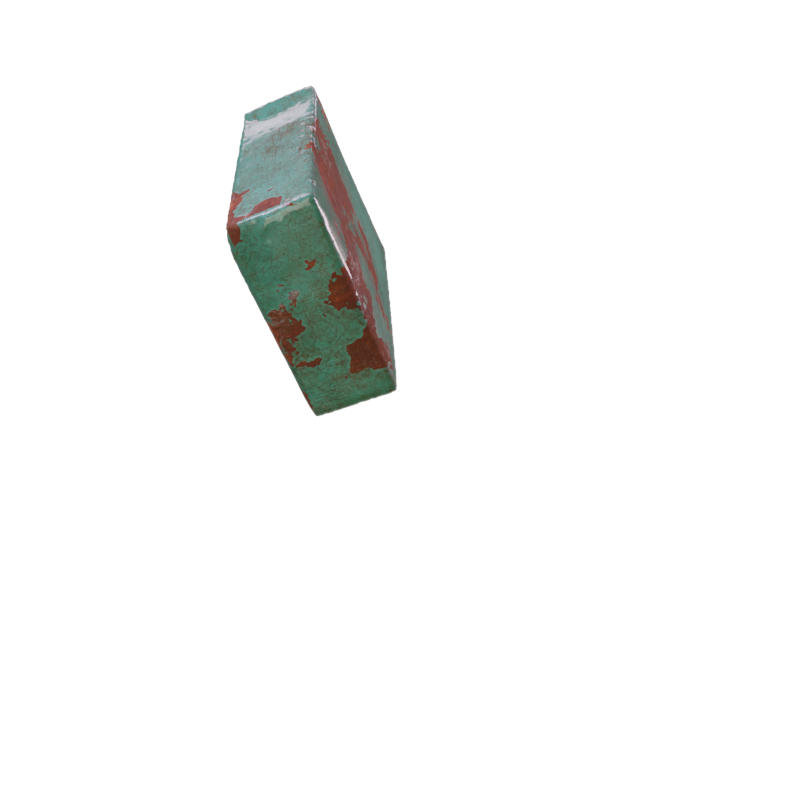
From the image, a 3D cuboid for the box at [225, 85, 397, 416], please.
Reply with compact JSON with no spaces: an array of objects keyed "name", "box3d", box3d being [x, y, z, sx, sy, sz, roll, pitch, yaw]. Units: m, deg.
[{"name":"box","box3d":[-0.065,-0.119,0.834,0.072,0.154,0.228,-20,31,9]}]
